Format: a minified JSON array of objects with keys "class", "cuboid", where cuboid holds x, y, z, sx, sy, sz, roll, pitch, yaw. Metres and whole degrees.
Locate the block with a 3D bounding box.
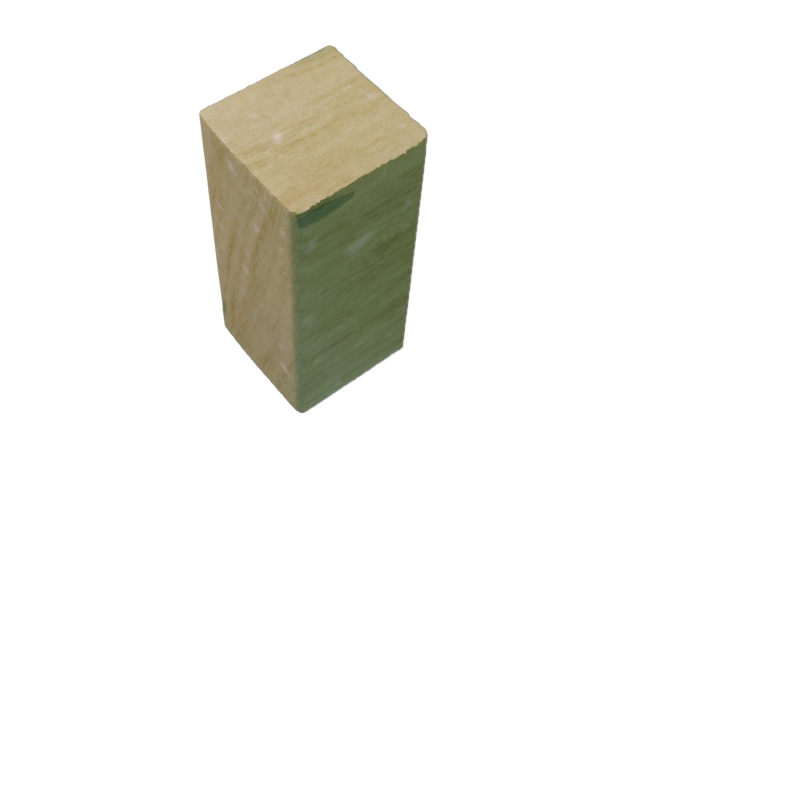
[{"class":"block","cuboid":[-0.051,-0.094,0.659,0.091,0.096,0.193,-32,-25,-21]}]
